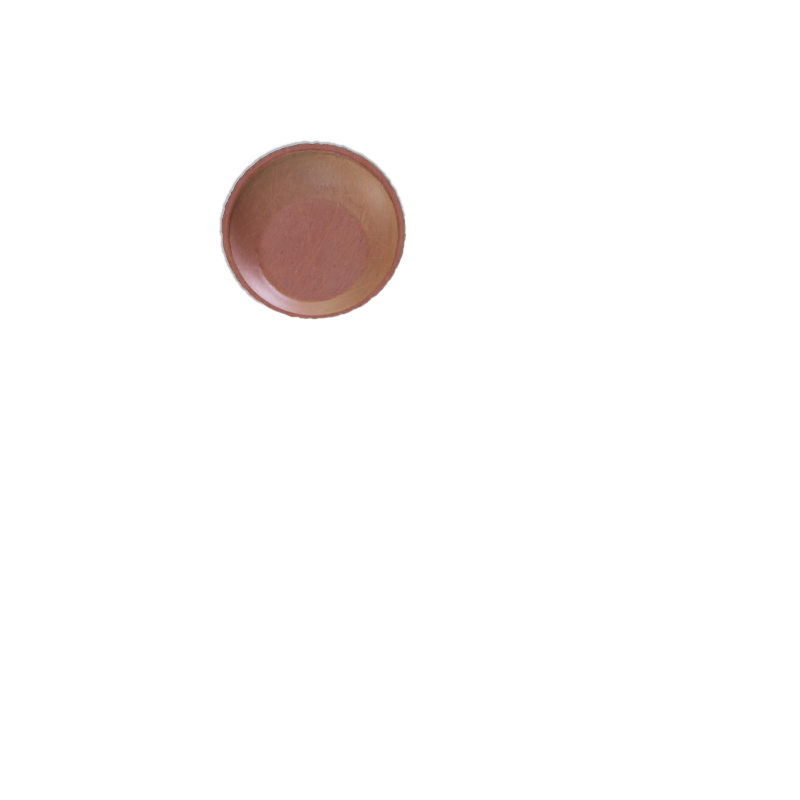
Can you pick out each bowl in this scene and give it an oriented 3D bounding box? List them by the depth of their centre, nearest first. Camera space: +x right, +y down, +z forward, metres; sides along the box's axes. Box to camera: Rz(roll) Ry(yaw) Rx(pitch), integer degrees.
[{"bbox_3d":[-0.074,-0.135,0.943,0.162,0.155,0.057,0,20,-1],"label":"bowl"}]
